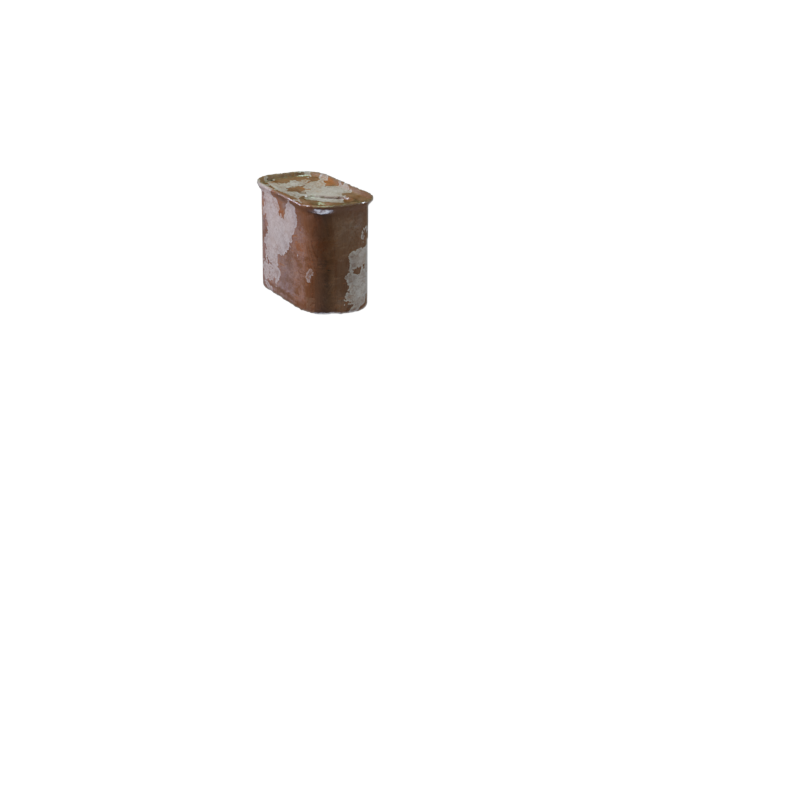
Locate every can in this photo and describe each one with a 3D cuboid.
[{"bbox_3d":[-0.064,-0.117,0.821,0.056,0.080,0.109,-10,24,-29],"label":"can"}]
